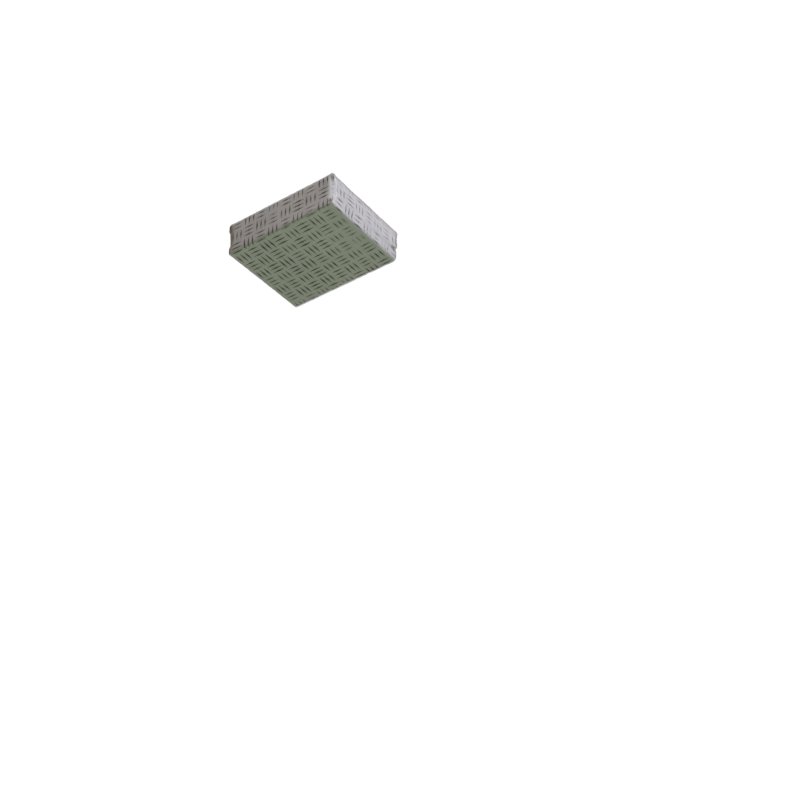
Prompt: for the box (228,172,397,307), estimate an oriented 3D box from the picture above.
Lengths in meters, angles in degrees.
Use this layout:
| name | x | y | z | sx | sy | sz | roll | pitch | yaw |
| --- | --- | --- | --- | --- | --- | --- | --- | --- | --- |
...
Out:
| name | x | y | z | sx | sy | sz | roll | pitch | yaw |
| --- | --- | --- | --- | --- | --- | --- | --- | --- | --- |
| box | -0.058 | -0.106 | 0.740 | 0.090 | 0.032 | 0.068 | -23 | -42 | 28 |
